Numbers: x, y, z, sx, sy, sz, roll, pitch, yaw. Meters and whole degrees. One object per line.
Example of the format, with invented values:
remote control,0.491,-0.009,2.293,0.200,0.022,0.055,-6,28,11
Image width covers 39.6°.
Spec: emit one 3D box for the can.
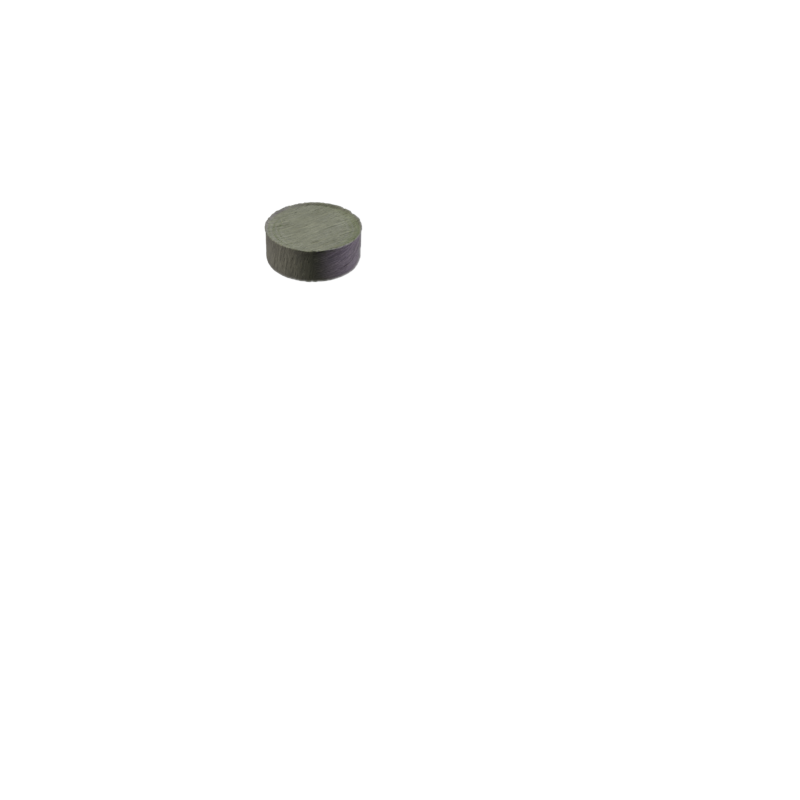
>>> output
can,-0.077,-0.140,0.981,0.086,0.031,0.092,-1,36,-2
